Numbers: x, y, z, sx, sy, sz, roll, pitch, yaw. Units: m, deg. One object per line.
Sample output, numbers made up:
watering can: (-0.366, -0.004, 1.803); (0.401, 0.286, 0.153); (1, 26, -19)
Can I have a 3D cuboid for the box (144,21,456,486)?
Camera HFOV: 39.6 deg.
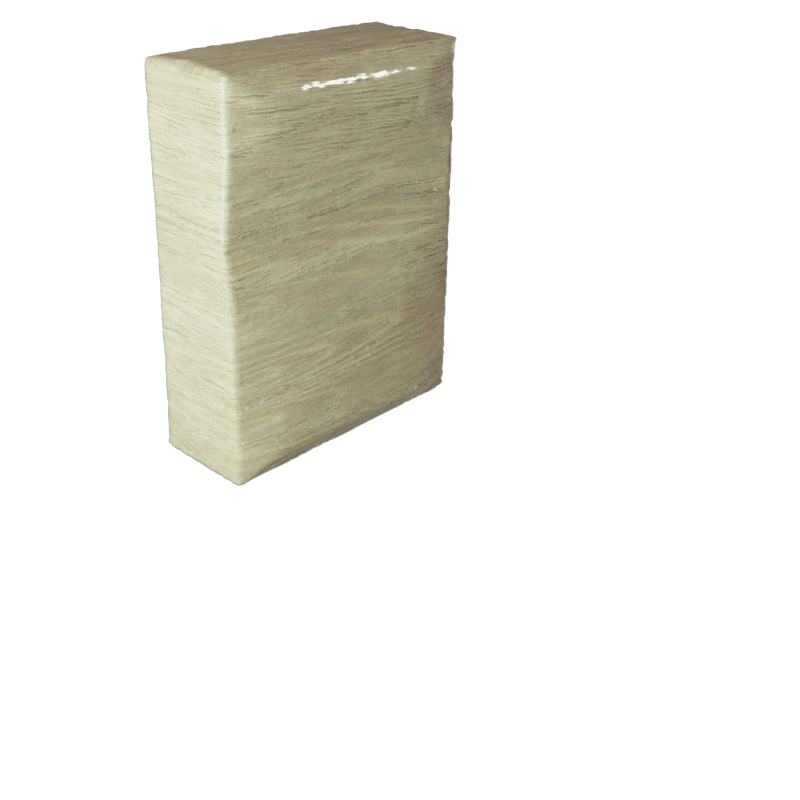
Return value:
box: (-0.047, -0.085, 0.598); (0.076, 0.204, 0.162); (21, 30, 40)
